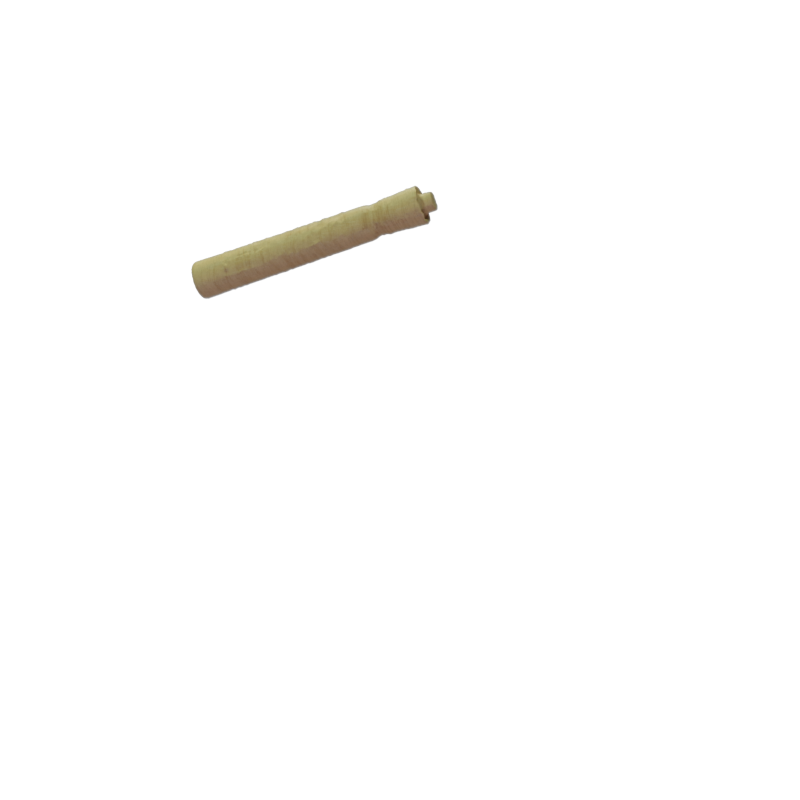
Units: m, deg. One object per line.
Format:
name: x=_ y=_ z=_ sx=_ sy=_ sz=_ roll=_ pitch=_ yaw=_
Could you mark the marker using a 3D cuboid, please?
marker: x=-0.041 y=-0.074 z=0.520 sx=0.122 sy=0.020 sz=0.019 roll=-17 pitch=0 yaw=16
